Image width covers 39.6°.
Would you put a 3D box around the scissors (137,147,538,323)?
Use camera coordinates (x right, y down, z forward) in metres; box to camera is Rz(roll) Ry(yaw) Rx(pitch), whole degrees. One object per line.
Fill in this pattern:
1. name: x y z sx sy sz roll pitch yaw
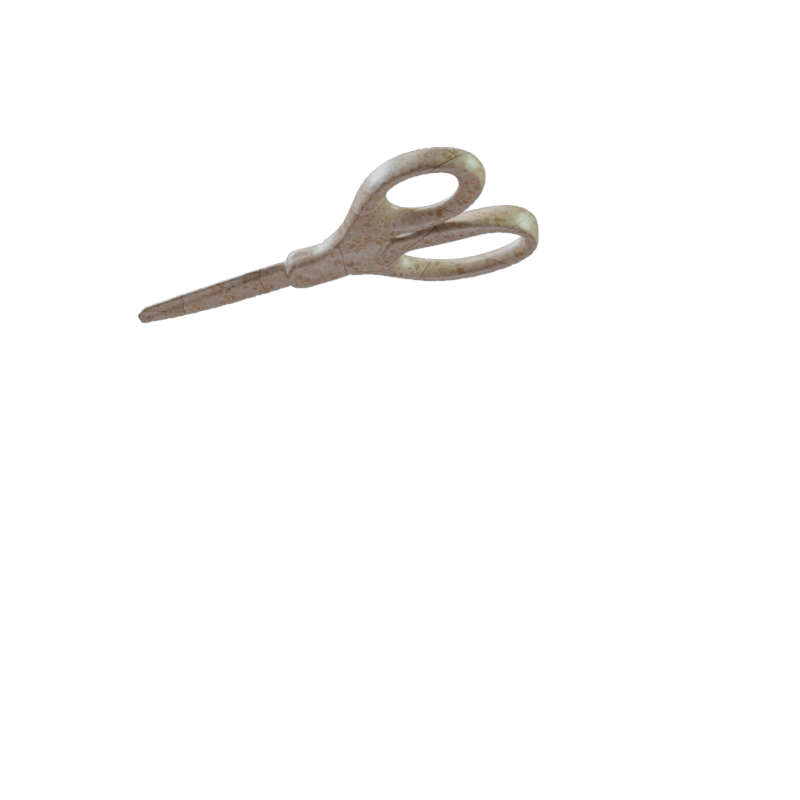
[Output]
1. scissors: -0.040 -0.072 0.506 0.204 0.017 0.089 -6 -31 10
